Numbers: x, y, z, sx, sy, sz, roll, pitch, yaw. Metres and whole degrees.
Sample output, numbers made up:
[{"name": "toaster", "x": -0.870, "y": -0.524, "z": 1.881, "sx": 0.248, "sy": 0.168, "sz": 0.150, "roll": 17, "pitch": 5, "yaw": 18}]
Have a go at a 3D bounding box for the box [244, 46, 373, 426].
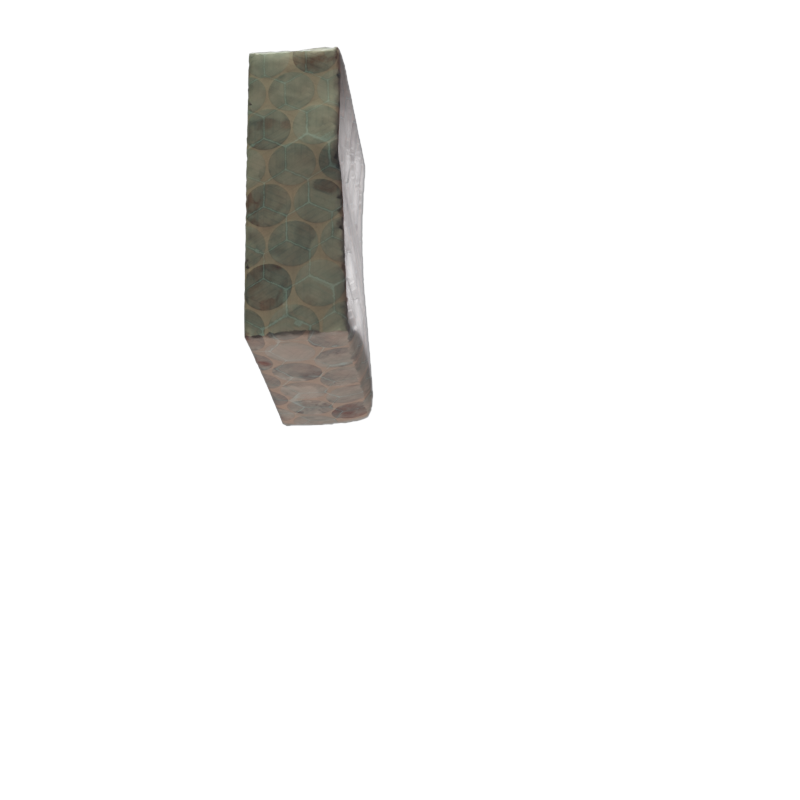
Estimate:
[{"name": "box", "x": -0.060, "y": -0.110, "z": 0.767, "sx": 0.072, "sy": 0.226, "sz": 0.154, "roll": -4, "pitch": -25, "yaw": 3}]
